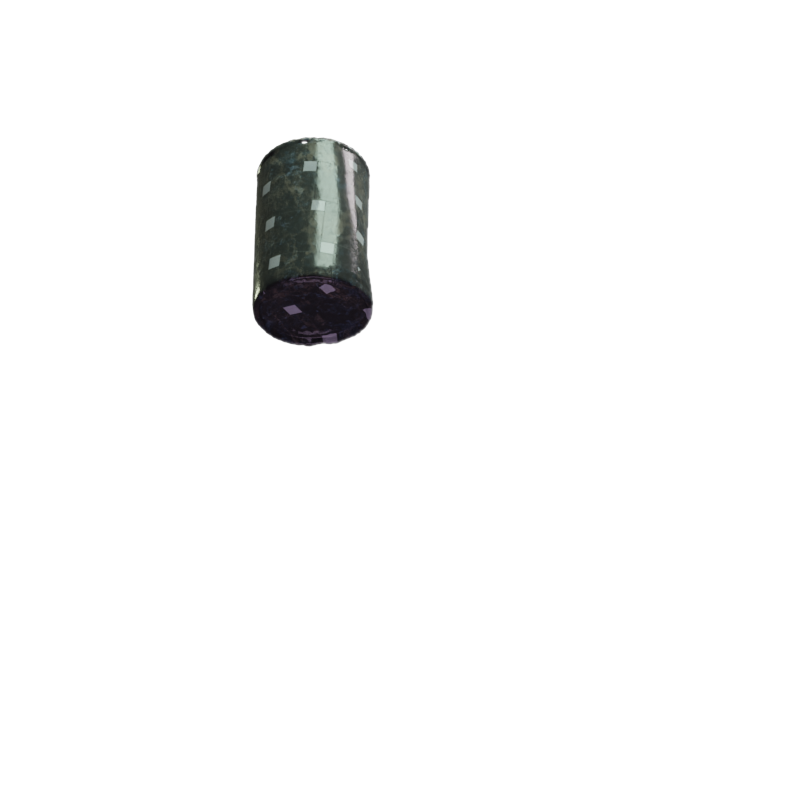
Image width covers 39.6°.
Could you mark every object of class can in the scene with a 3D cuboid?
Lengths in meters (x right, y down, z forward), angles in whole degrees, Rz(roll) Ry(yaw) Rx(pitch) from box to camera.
[{"bbox_3d":[-0.050,-0.090,0.634,0.068,0.109,0.064,-1,-36,-3],"label":"can"}]
